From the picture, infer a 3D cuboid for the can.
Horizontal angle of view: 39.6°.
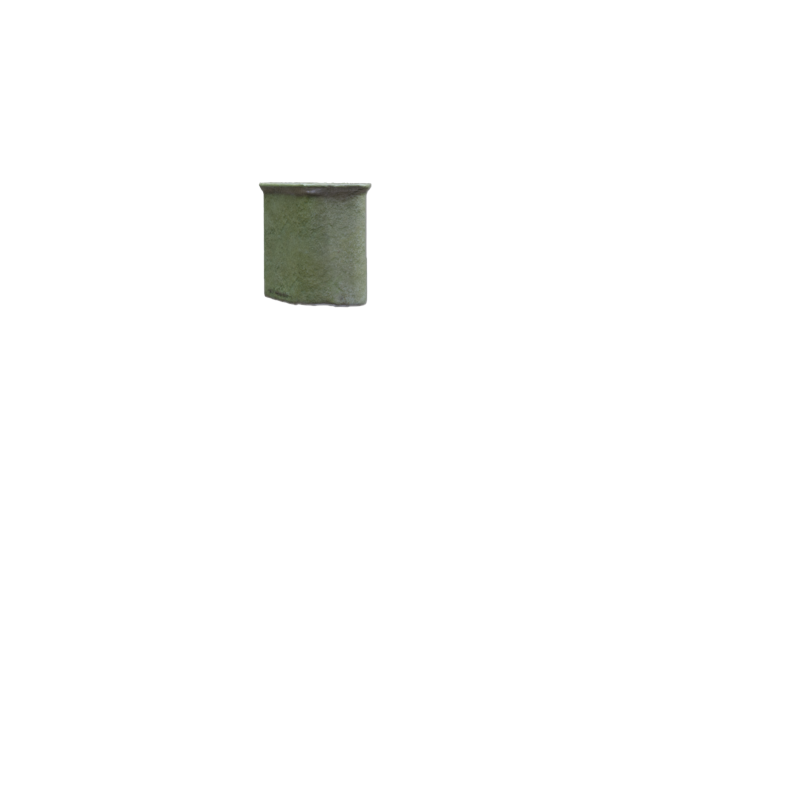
[{"bbox_3d":[-0.061,-0.112,0.783,0.056,0.083,0.106,-2,8,-25],"label":"can"}]
